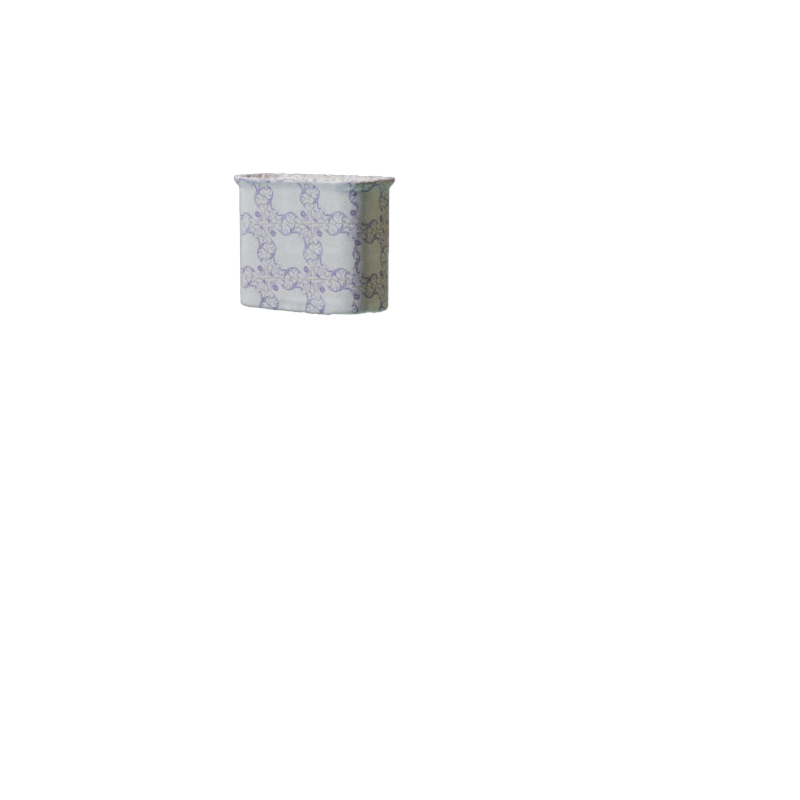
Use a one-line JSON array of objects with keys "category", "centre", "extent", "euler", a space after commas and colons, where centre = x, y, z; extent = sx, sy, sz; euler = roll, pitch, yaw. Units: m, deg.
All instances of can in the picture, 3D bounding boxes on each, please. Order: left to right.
[{"category": "can", "centre": [-0.055, -0.101, 0.705], "extent": [0.106, 0.082, 0.056], "euler": [7, 11, 30]}]
